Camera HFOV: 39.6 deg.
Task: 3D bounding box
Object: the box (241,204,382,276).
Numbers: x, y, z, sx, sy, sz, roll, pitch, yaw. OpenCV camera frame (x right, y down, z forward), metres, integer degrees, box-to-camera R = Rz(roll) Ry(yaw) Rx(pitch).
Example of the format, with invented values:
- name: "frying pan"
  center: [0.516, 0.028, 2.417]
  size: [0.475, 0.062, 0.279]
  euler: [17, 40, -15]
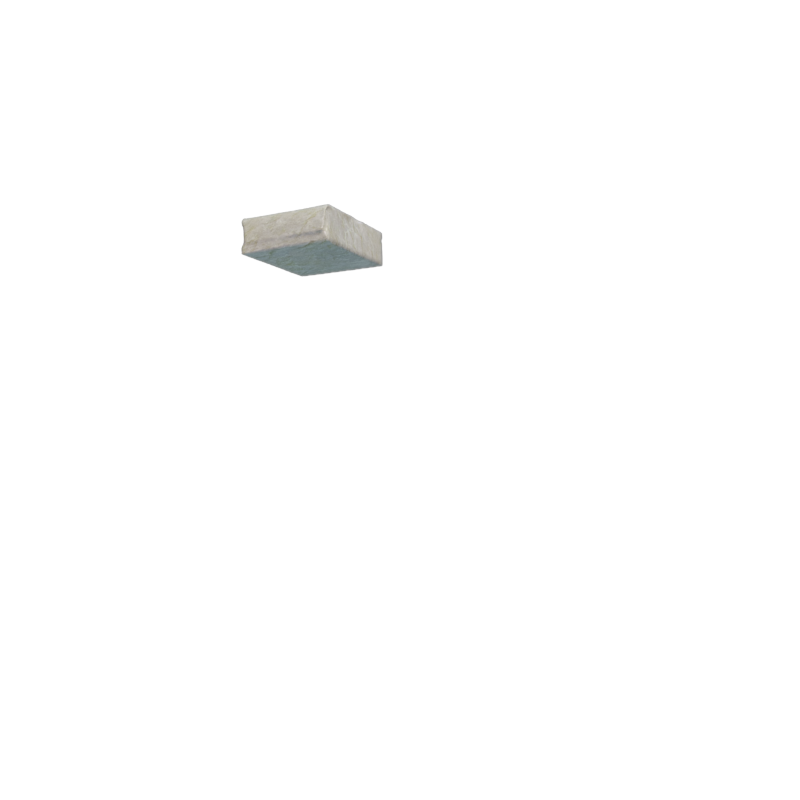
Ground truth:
- name: "box"
  center: [-0.065, -0.118, 0.826]
  size: [0.075, 0.031, 0.084]
  euler: [-5, -10, 28]
